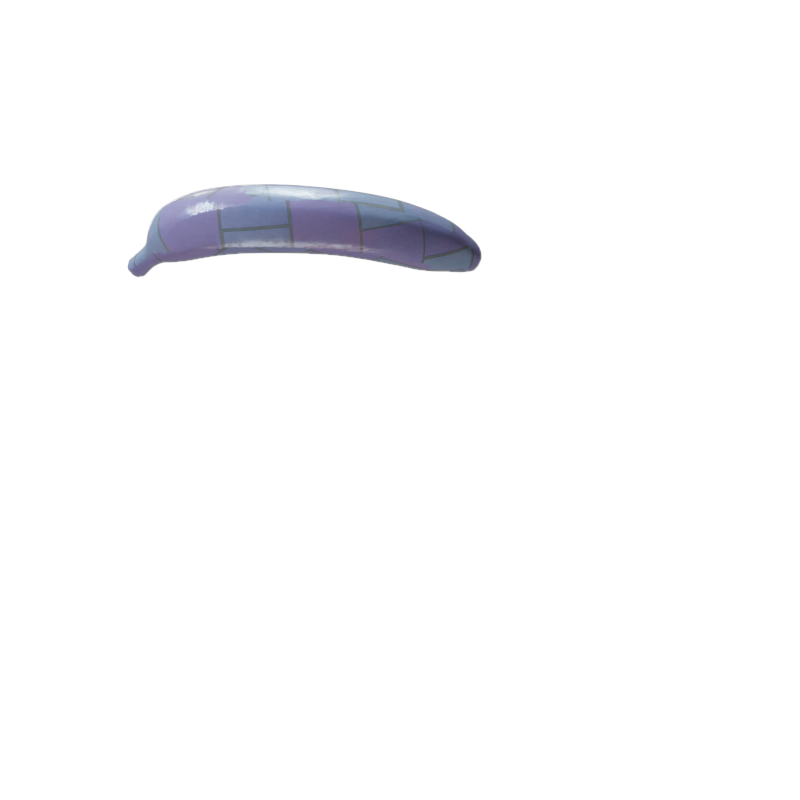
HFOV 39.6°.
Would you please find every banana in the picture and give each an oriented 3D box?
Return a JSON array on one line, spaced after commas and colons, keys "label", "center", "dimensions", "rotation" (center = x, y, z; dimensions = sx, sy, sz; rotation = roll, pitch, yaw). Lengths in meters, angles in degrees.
[{"label": "banana", "center": [-0.050, -0.091, 0.598], "dimensions": [0.197, 0.038, 0.067], "rotation": [1, -13, -3]}]
